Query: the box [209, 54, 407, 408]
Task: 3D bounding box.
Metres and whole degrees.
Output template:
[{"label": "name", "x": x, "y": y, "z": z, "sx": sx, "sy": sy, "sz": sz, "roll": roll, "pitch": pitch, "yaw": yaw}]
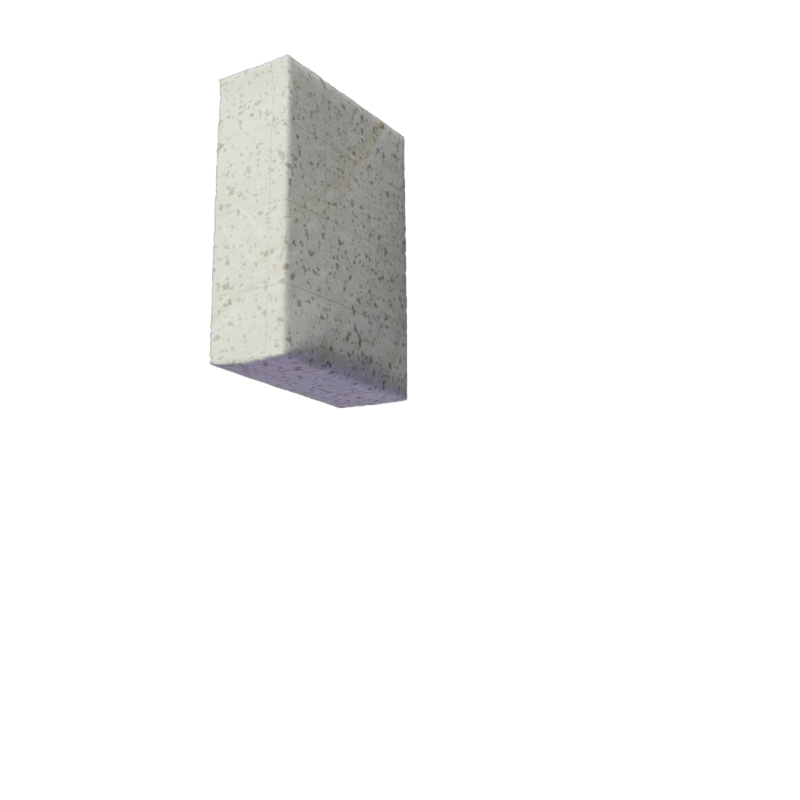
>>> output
[{"label": "box", "x": -0.062, "y": -0.114, "z": 0.798, "sx": 0.073, "sy": 0.223, "sz": 0.154, "roll": -12, "pitch": -20, "yaw": 29}]
